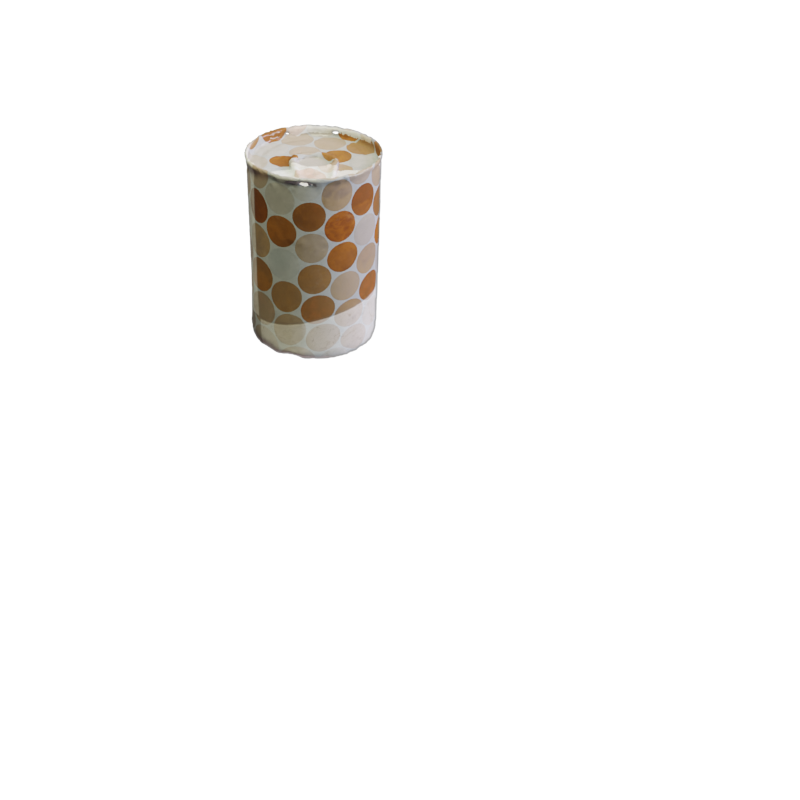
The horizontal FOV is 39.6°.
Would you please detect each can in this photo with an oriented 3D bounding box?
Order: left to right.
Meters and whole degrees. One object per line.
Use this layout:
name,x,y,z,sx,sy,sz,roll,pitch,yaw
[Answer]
can,-0.044,-0.081,0.568,0.068,0.096,0.073,0,31,-3
